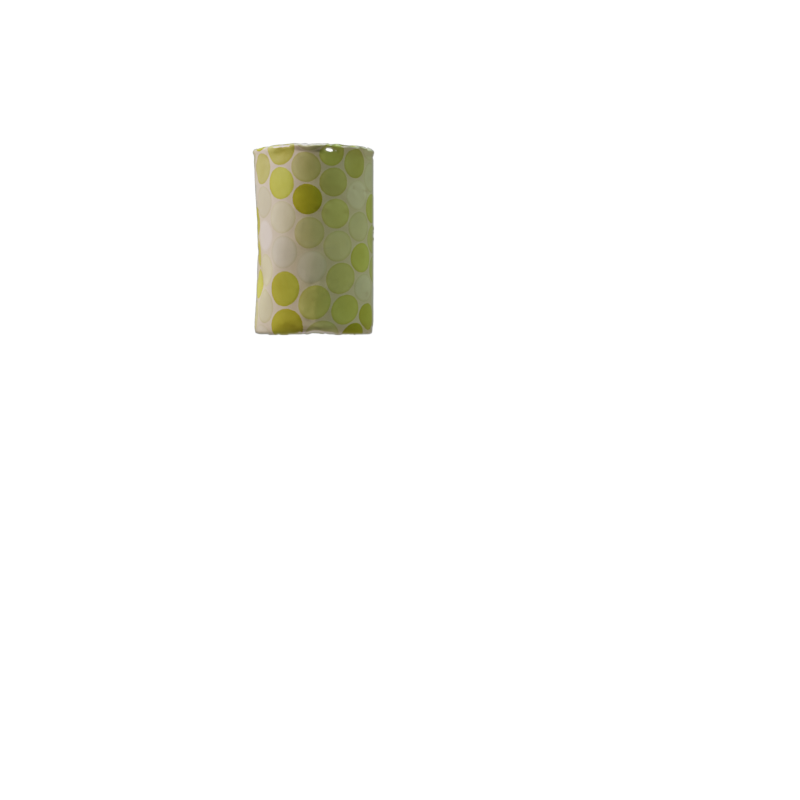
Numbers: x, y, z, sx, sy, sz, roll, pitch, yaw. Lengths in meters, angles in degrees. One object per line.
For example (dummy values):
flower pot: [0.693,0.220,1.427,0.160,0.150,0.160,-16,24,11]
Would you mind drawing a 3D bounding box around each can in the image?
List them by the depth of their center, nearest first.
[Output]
can: [-0.048,-0.088,0.616,0.068,0.103,0.068,0,-1,-2]
